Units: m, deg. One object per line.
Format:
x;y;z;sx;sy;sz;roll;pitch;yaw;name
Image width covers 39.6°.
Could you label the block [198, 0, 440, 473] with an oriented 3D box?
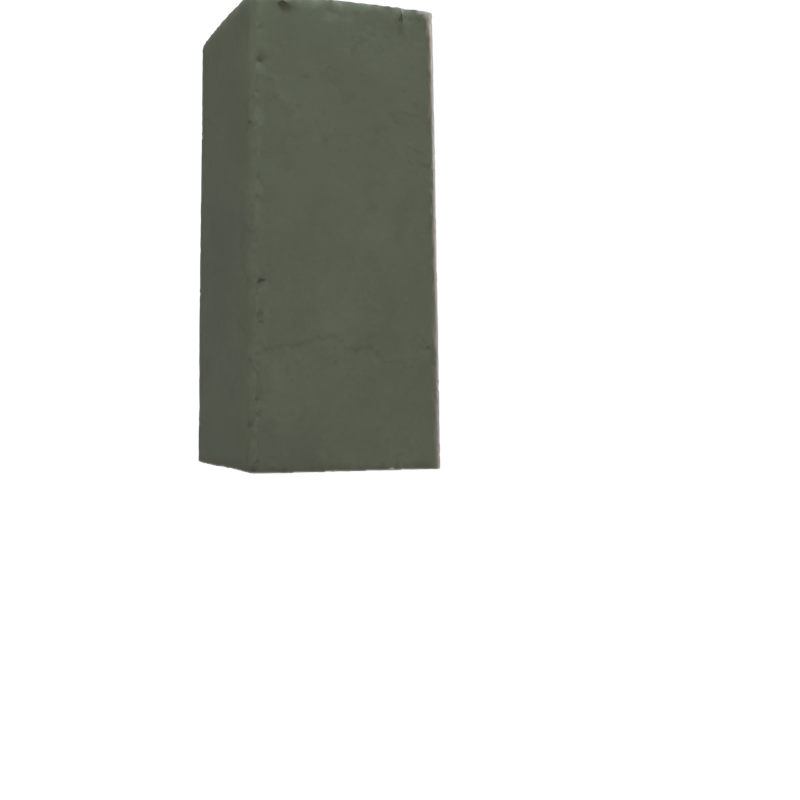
-0.041;-0.074;0.520;0.088;0.210;0.091;2;-7;-23;block
